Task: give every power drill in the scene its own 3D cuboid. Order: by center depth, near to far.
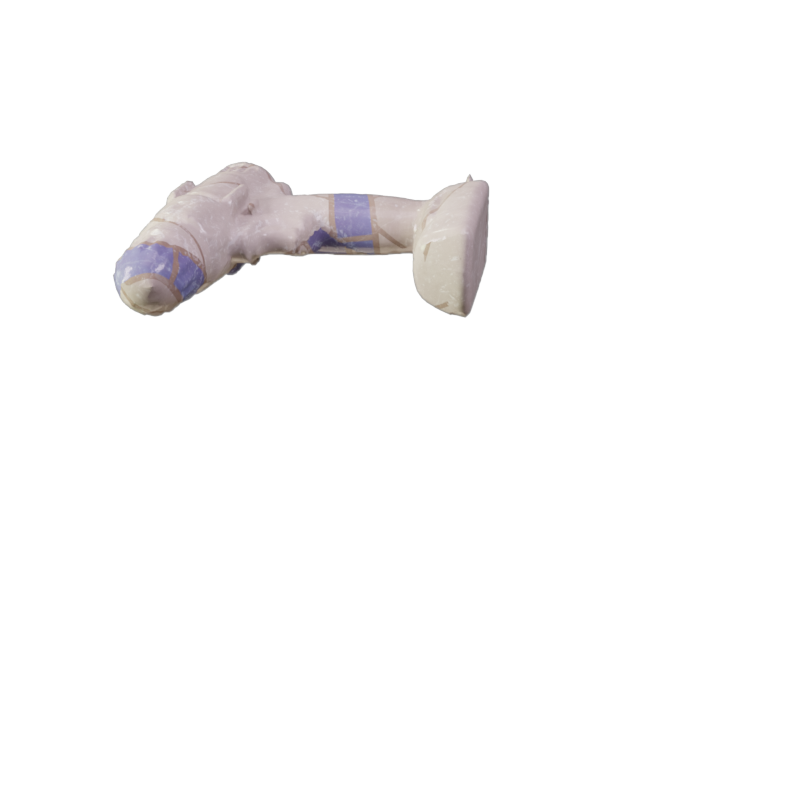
[{"bbox_3d":[-0.049,-0.089,0.625,0.191,0.054,0.191,6,28,12],"label":"power drill"}]
